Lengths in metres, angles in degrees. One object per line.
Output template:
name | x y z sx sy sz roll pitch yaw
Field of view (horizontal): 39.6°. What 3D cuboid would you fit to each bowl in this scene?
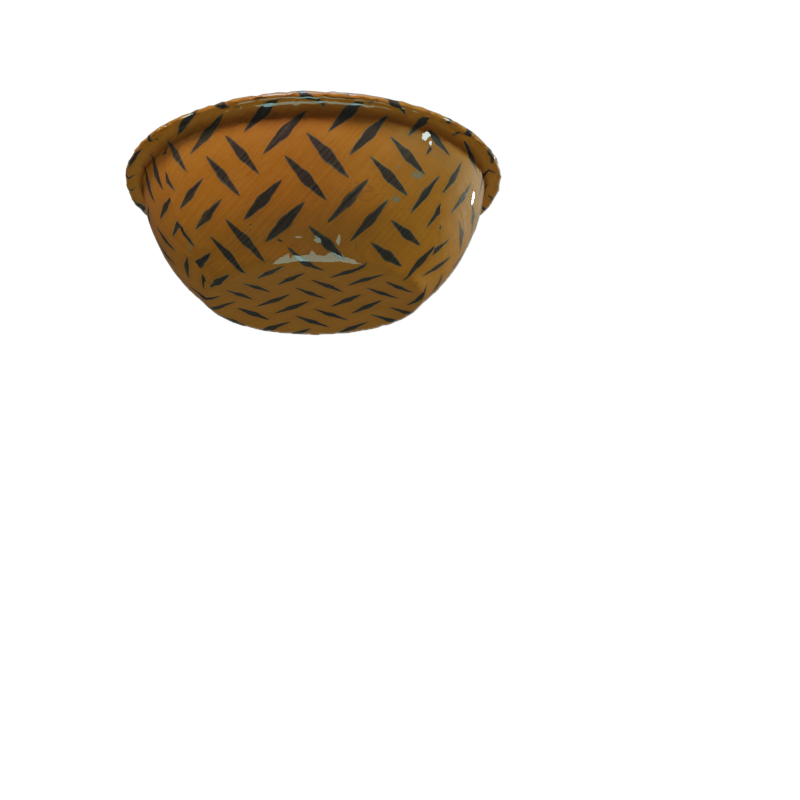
bowl | -0.037 -0.067 0.473 0.162 0.058 0.155 0 -16 -2
